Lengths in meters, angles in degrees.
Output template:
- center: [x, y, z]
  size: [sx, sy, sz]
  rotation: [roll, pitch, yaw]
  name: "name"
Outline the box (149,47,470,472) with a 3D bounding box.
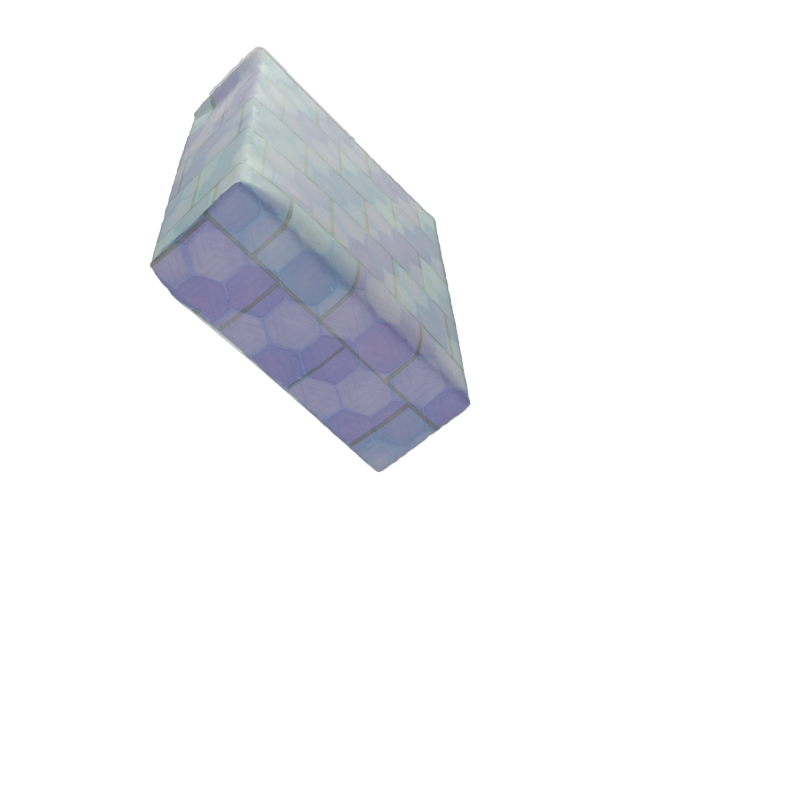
- center: [-0.048, -0.088, 0.615]
  size: [0.156, 0.071, 0.227]
  rotation: [41, 21, -23]
  name: "box"
